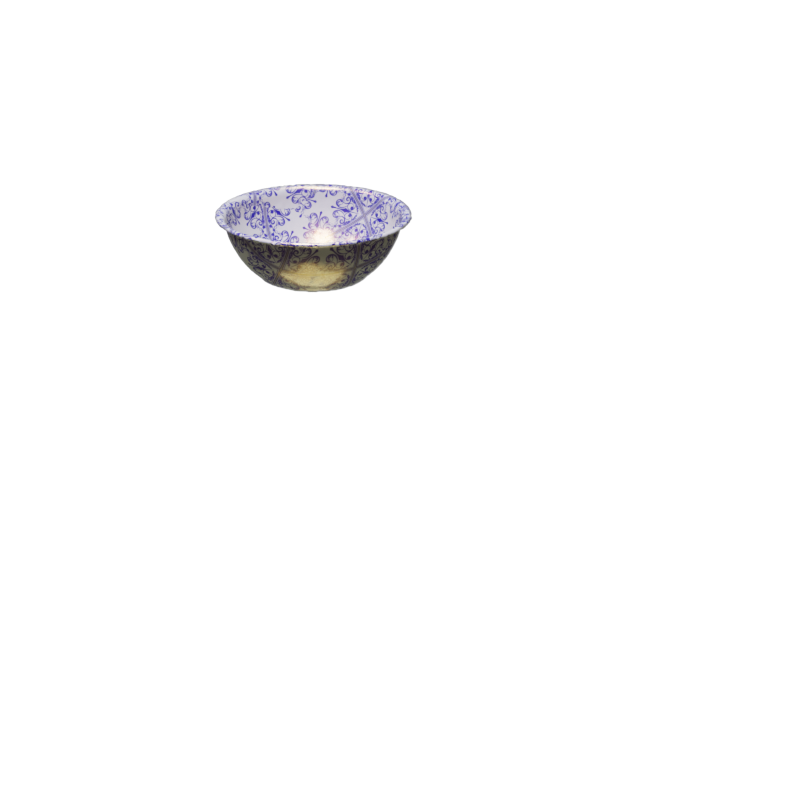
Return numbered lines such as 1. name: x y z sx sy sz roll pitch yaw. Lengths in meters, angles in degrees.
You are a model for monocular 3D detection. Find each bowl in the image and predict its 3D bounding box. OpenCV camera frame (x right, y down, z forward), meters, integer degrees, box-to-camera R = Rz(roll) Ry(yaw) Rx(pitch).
1. bowl: -0.072 -0.131 0.921 0.162 0.052 0.171 -1 26 -2
